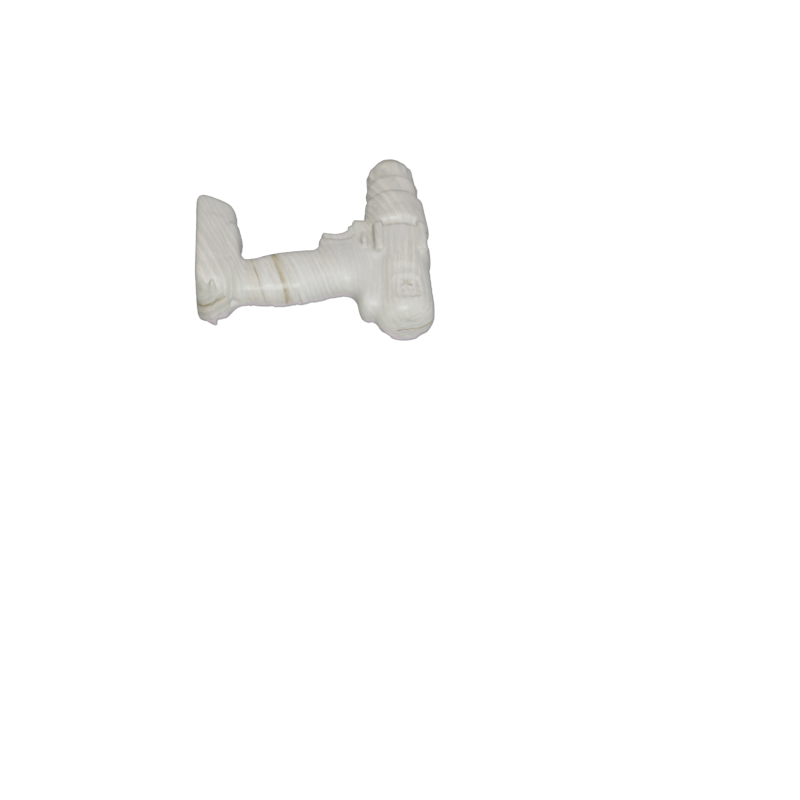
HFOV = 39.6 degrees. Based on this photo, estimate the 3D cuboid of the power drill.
[{"bbox_3d":[-0.070,-0.127,0.888,0.187,0.198,0.053,-2,-43,-3],"label":"power drill"}]
